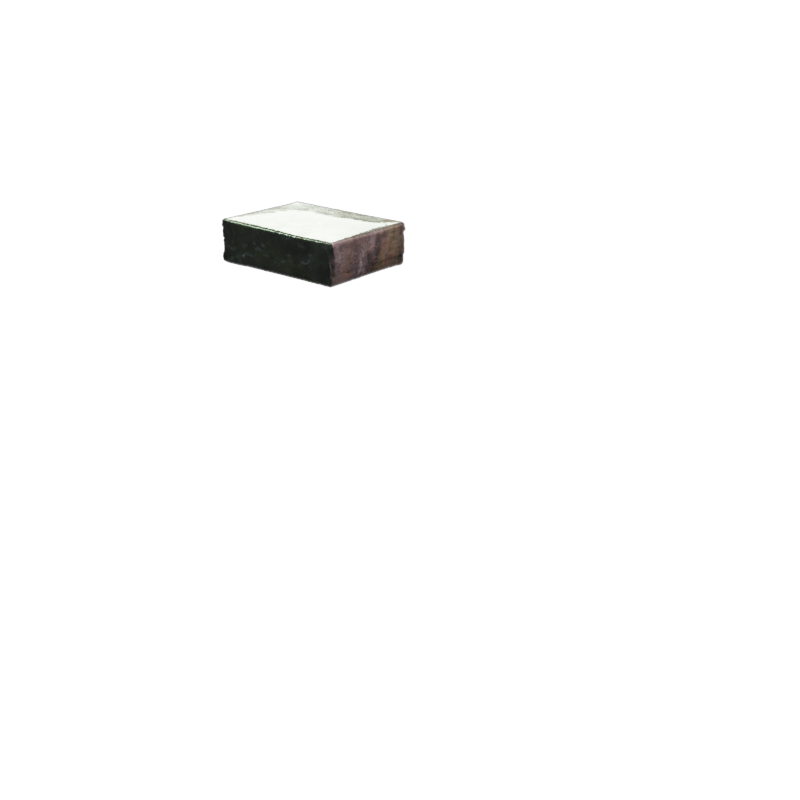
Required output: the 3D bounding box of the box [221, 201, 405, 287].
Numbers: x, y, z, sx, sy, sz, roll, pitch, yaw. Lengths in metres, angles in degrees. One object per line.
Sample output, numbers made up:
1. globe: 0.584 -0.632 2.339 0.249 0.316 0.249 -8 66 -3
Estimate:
1. box: -0.067 -0.122 0.852 0.119 0.037 0.088 15 23 36
